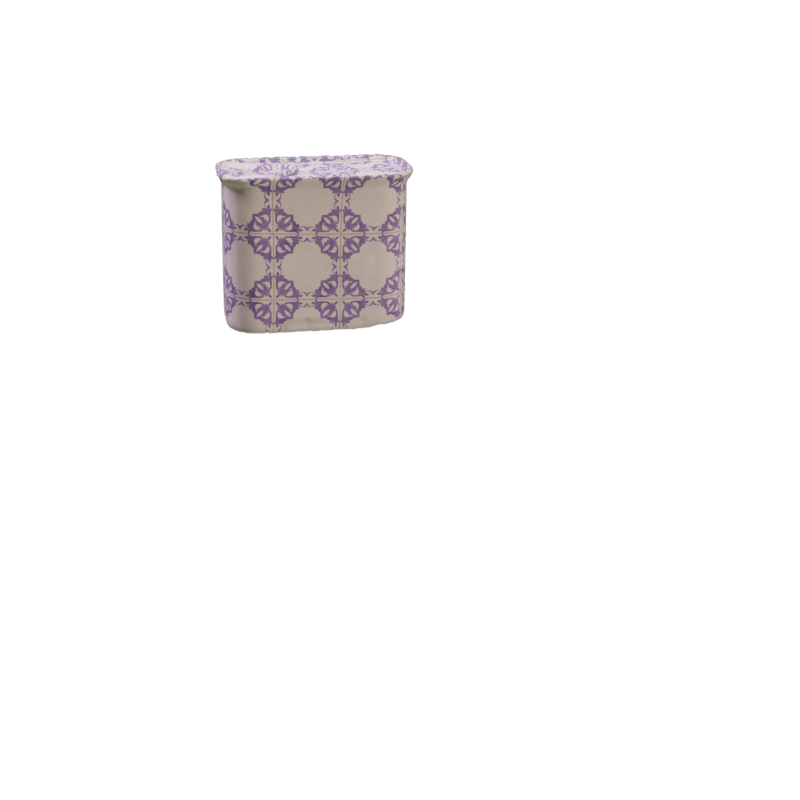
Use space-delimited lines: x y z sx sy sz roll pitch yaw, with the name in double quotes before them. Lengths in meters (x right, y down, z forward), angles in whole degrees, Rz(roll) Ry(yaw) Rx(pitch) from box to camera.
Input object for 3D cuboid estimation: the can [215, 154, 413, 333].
"can" -0.046 -0.084 0.591 0.101 0.081 0.060 -3 18 -9
